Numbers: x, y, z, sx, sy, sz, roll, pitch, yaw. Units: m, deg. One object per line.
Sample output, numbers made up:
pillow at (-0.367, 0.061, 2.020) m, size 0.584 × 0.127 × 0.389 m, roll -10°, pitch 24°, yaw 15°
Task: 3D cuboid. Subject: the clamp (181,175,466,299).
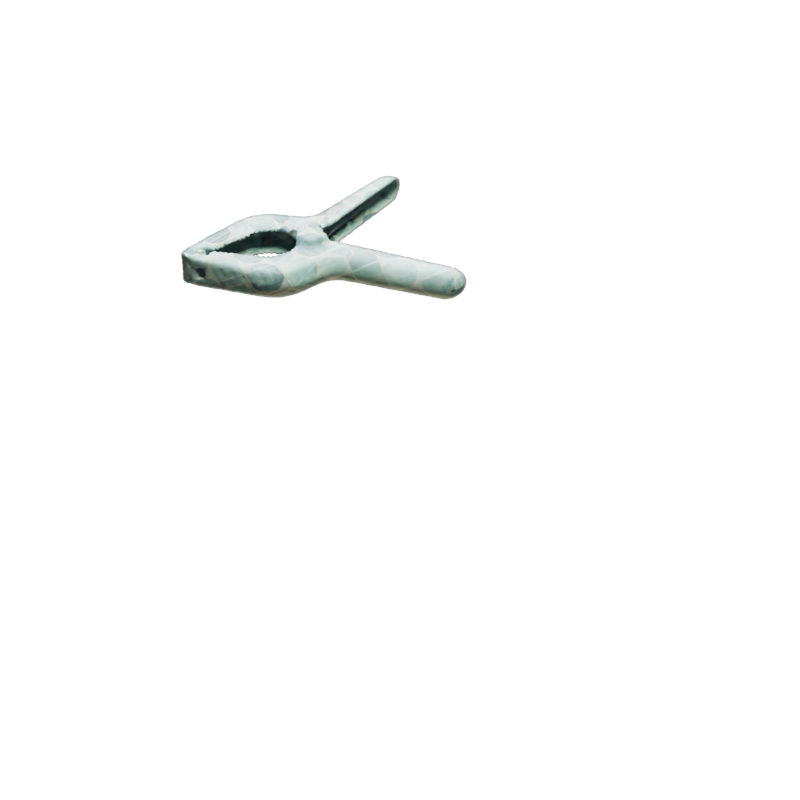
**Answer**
clamp at (-0.069, -0.126, 0.882) m, size 0.208 × 0.034 × 0.177 m, roll -6°, pitch 38°, yaw -8°
